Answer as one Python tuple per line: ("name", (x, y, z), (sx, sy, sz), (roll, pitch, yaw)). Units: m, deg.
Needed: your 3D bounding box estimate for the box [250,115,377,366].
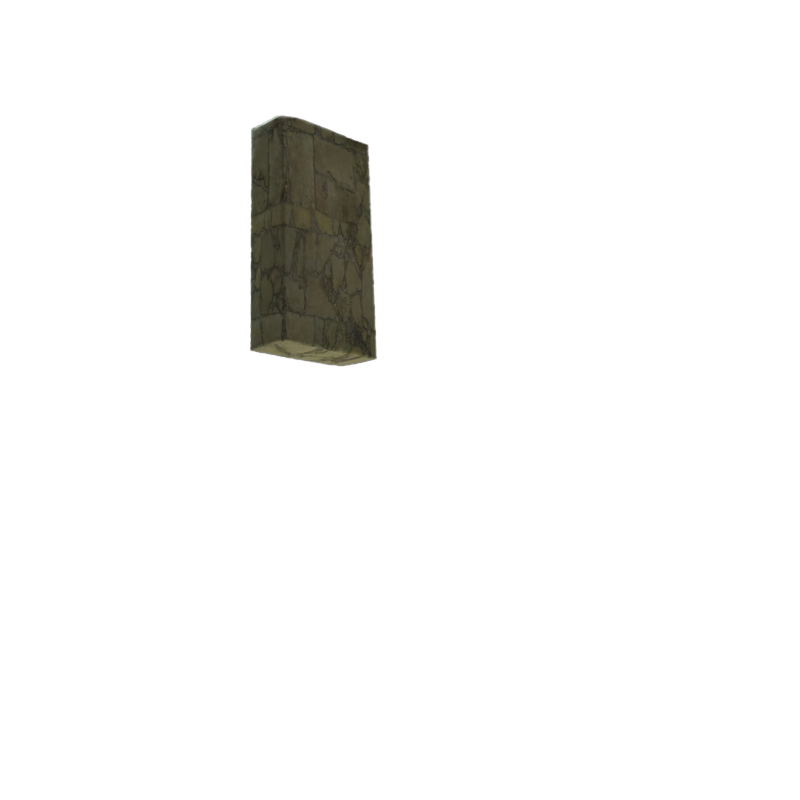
("box", (-0.065, -0.119, 0.829), (0.088, 0.184, 0.049), (13, -22, -41))
